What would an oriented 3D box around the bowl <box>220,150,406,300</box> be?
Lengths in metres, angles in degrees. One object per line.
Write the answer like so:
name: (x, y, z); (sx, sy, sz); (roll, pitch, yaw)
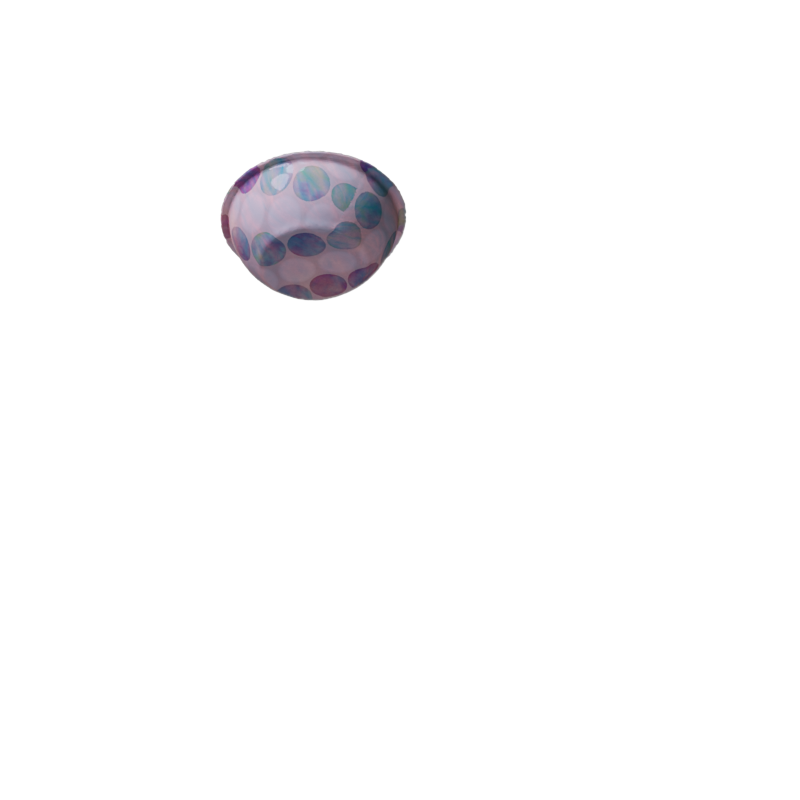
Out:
bowl: (-0.074, -0.135, 0.945); (0.162, 0.059, 0.151); (1, -40, -1)
